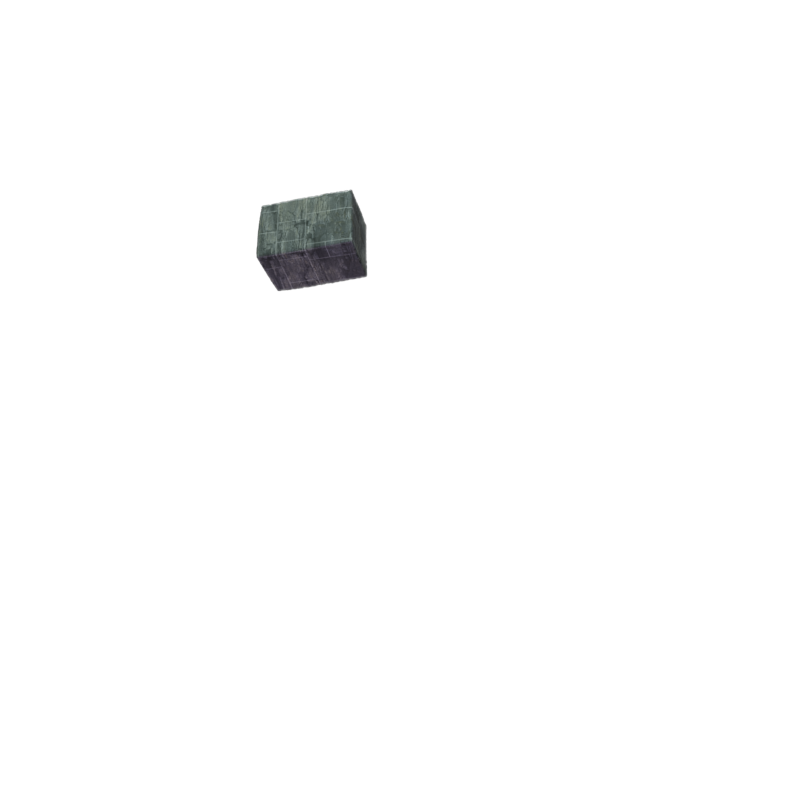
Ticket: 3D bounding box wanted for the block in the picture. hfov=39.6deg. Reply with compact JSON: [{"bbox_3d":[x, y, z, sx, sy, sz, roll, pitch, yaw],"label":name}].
[{"bbox_3d":[-0.069,-0.126,0.882,0.079,0.055,0.049,-8,-33,12],"label":"block"}]
